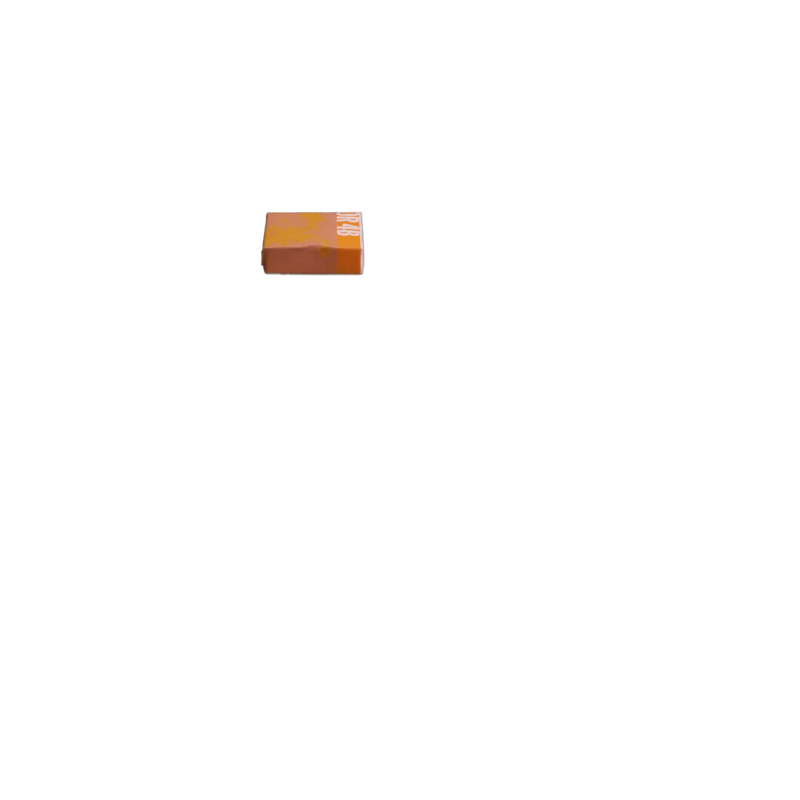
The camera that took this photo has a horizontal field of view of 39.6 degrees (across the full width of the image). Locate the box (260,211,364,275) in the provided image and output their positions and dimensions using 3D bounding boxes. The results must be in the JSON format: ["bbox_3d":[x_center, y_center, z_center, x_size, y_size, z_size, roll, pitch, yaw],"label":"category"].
[{"bbox_3d":[-0.077,-0.140,0.983,0.089,0.028,0.078,0,33,-1],"label":"box"}]
